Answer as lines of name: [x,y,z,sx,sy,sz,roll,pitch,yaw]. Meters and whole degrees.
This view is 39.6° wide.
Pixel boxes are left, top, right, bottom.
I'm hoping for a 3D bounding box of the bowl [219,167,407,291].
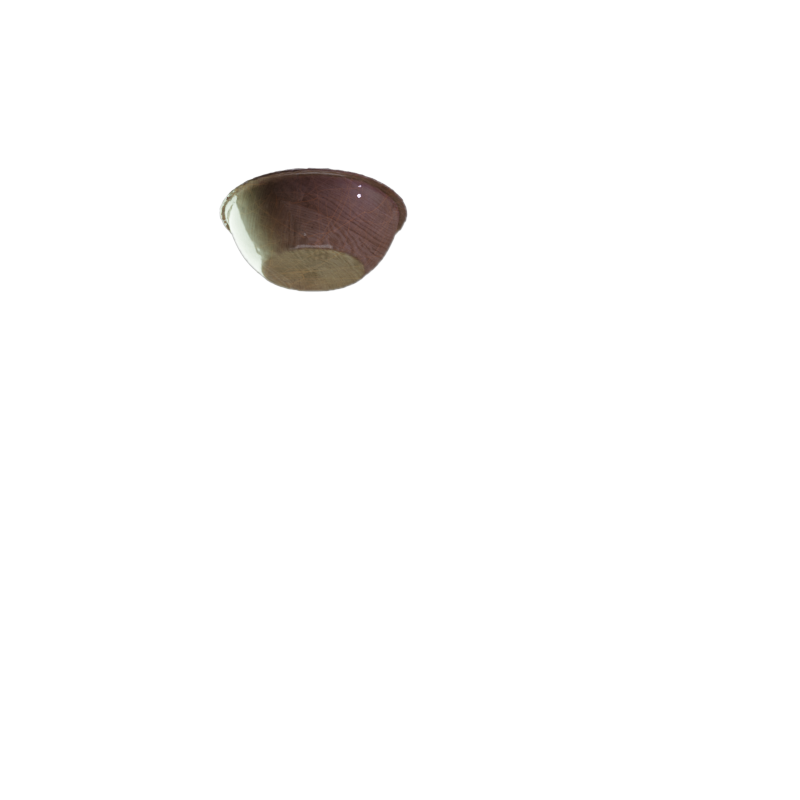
bowl: [-0.074,-0.135,0.947,0.162,0.058,0.154,1,-20,-2]
